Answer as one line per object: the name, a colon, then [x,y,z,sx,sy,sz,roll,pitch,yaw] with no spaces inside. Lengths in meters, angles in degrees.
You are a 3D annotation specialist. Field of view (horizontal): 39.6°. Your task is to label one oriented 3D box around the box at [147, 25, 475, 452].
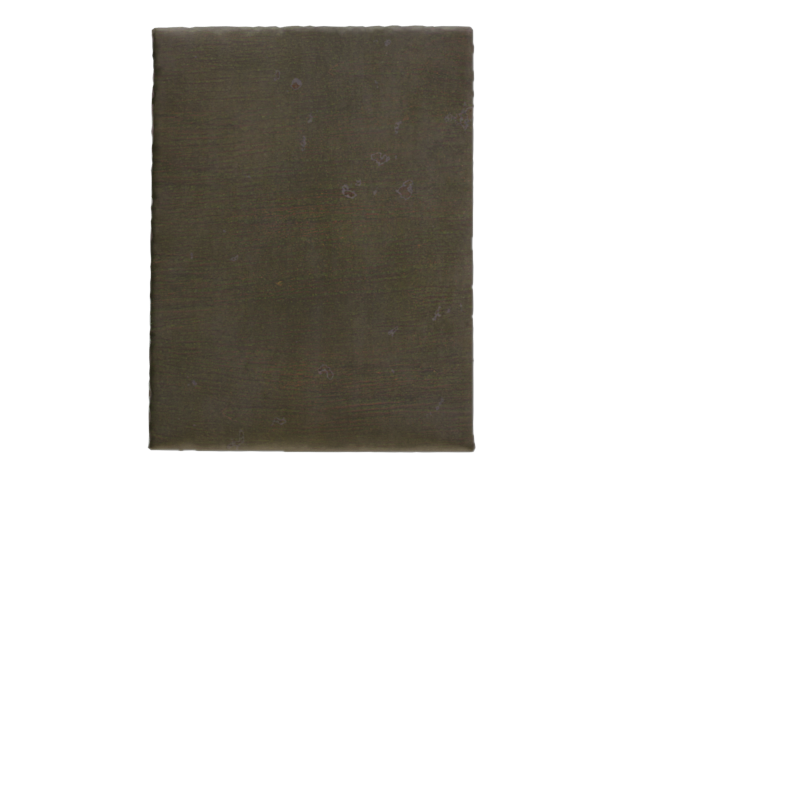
box: [-0.045,-0.083,0.581,0.164,0.215,0.071,0,-3,0]
